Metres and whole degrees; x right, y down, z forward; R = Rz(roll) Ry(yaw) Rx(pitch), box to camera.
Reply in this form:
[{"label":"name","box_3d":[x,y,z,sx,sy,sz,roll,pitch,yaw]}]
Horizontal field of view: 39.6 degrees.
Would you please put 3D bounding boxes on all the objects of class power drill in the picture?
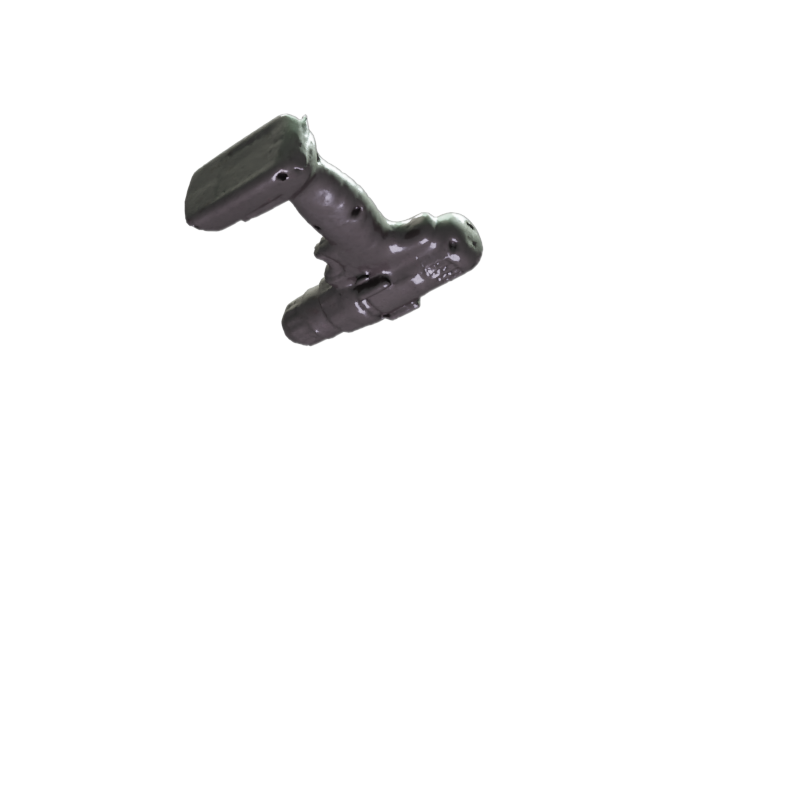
[{"label":"power drill","box_3d":[-0.063,-0.114,0.801,0.184,0.061,0.175,-27,-42,33]}]
